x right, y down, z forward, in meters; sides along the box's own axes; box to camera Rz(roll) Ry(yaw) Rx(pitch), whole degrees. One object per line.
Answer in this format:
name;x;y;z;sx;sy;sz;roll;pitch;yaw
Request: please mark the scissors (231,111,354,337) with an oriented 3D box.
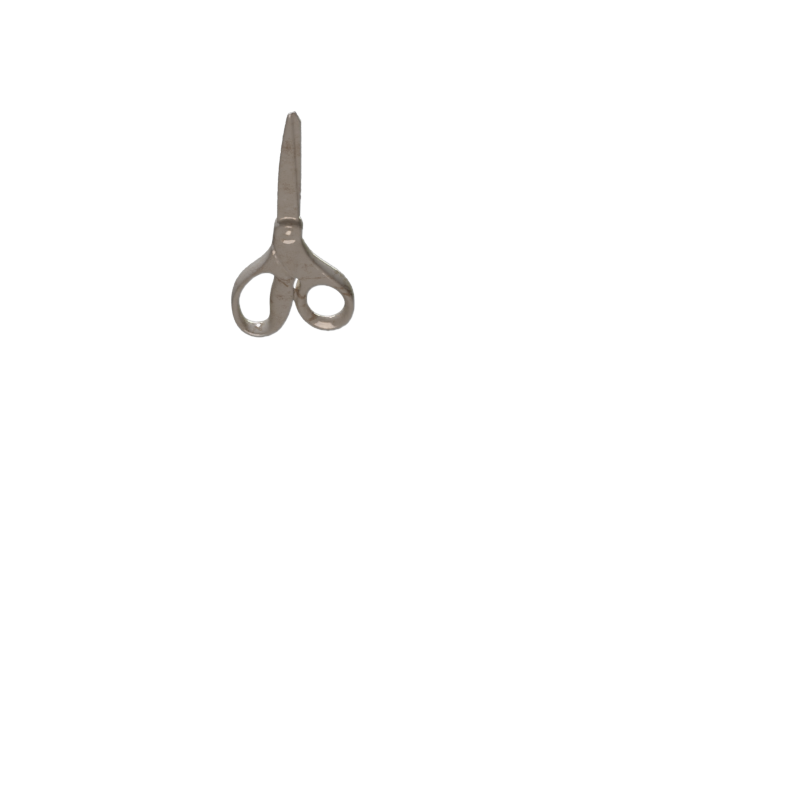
scissors;-0.058;-0.106;0.742;0.094;0.017;0.193;14;-42;-16
